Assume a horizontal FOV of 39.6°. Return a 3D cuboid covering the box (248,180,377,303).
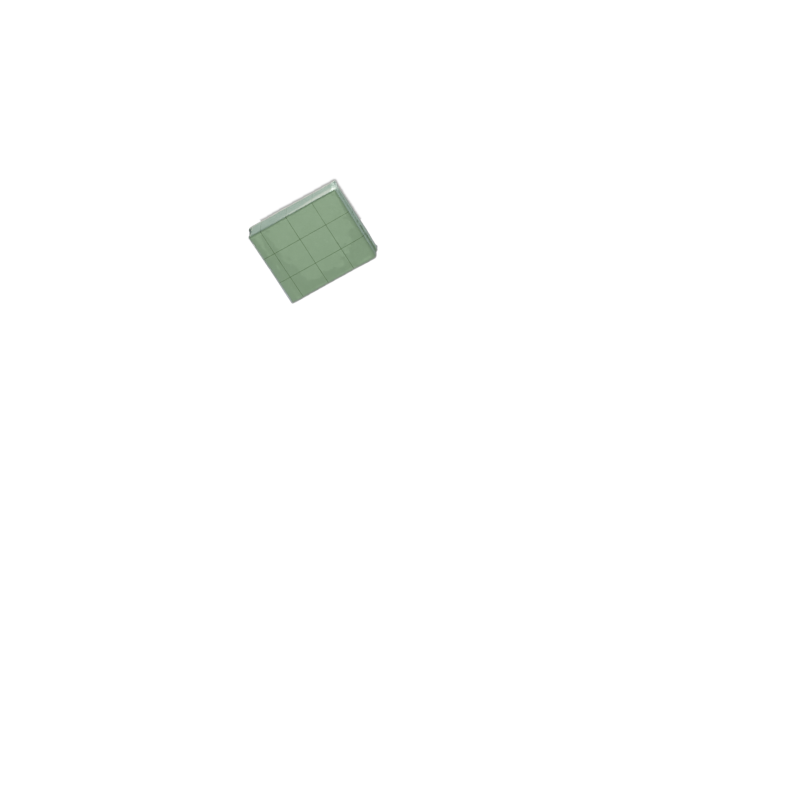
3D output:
[{"bbox_3d":[-0.075,-0.137,0.957,0.089,0.069,0.032,-28,21,11],"label":"box"}]
